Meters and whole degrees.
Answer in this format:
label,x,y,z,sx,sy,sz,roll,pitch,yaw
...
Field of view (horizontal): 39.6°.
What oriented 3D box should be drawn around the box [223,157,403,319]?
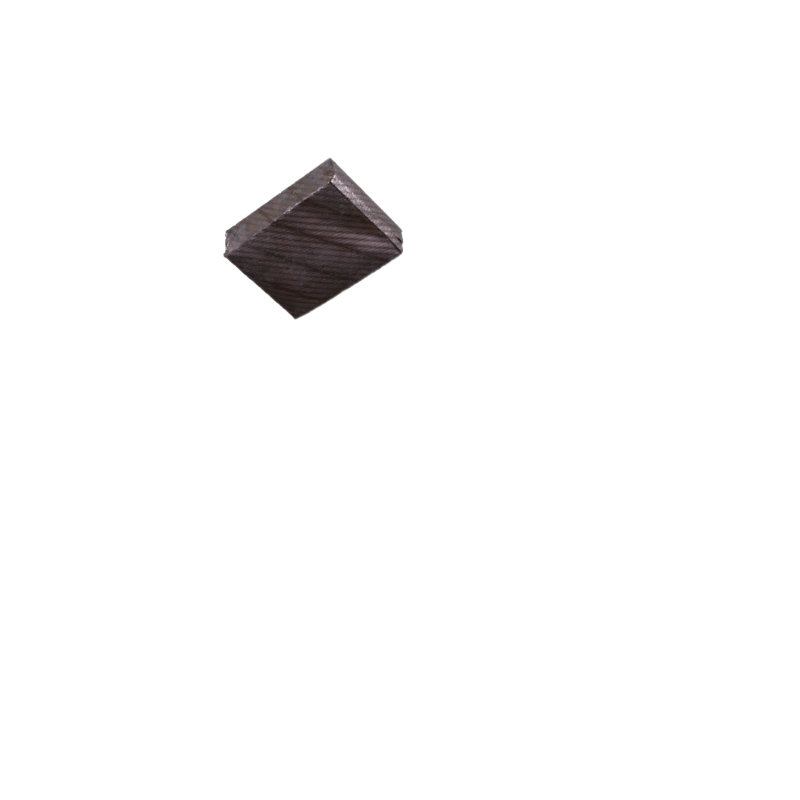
label,x,y,z,sx,sy,sz,roll,pitch,yaw
box,-0.068,-0.124,0.868,0.113,0.042,0.084,-32,-58,22
